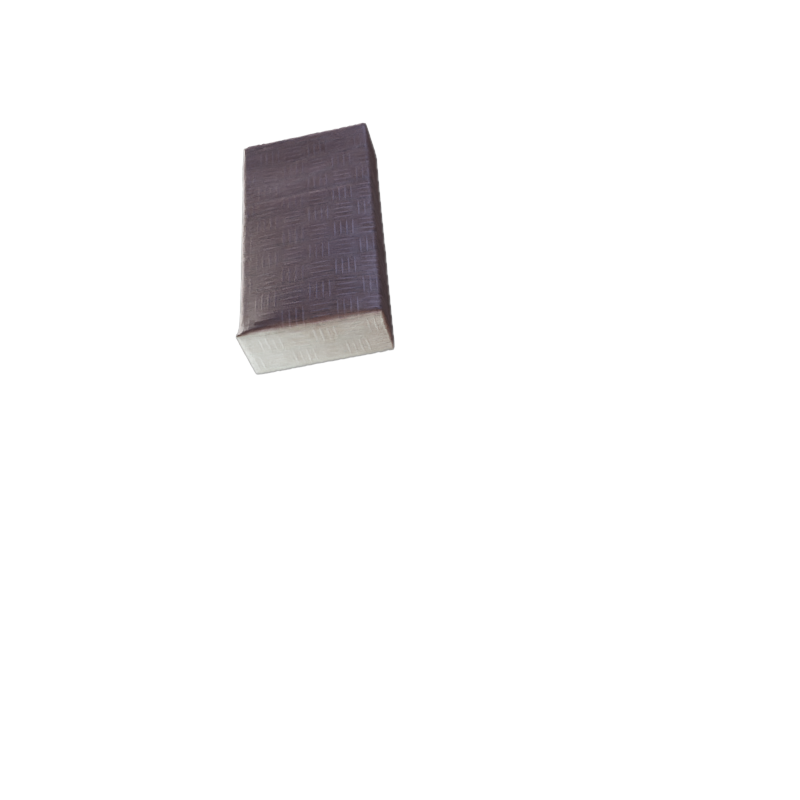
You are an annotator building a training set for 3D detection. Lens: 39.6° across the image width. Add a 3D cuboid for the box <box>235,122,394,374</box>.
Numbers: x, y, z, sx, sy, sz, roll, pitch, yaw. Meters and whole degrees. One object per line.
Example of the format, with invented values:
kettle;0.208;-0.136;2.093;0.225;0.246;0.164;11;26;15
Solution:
box;-0.057;-0.105;0.734;0.094;0.189;0.044;-11;-43;8
